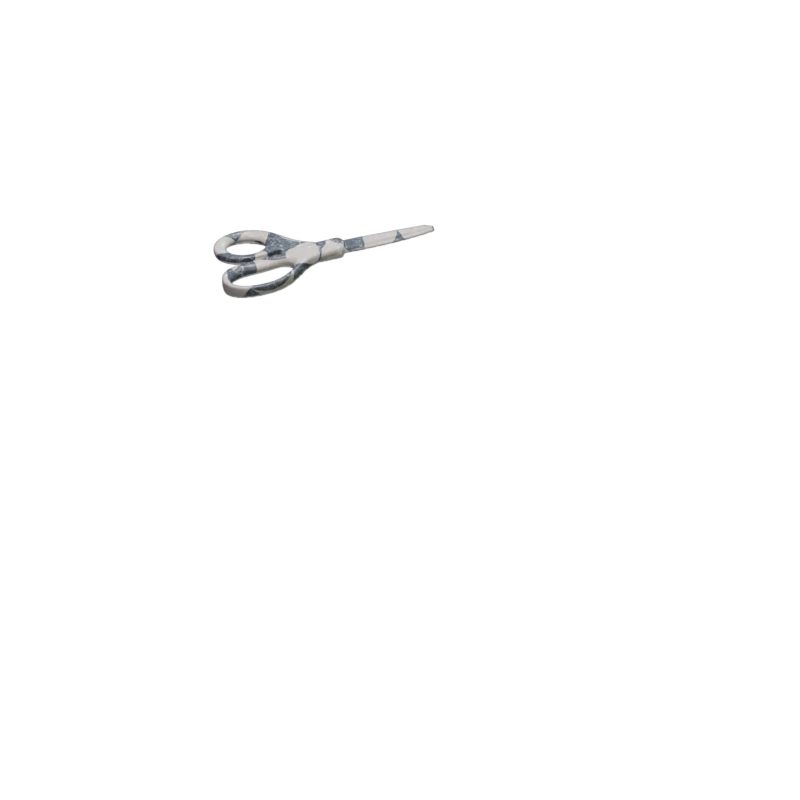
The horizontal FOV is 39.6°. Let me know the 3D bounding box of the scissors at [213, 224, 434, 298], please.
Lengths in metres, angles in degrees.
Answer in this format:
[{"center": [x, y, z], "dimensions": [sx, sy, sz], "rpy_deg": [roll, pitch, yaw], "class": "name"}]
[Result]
[{"center": [-0.077, -0.140, 0.978], "dimensions": [0.200, 0.015, 0.103], "rpy_deg": [-26, 45, -29], "class": "scissors"}]
